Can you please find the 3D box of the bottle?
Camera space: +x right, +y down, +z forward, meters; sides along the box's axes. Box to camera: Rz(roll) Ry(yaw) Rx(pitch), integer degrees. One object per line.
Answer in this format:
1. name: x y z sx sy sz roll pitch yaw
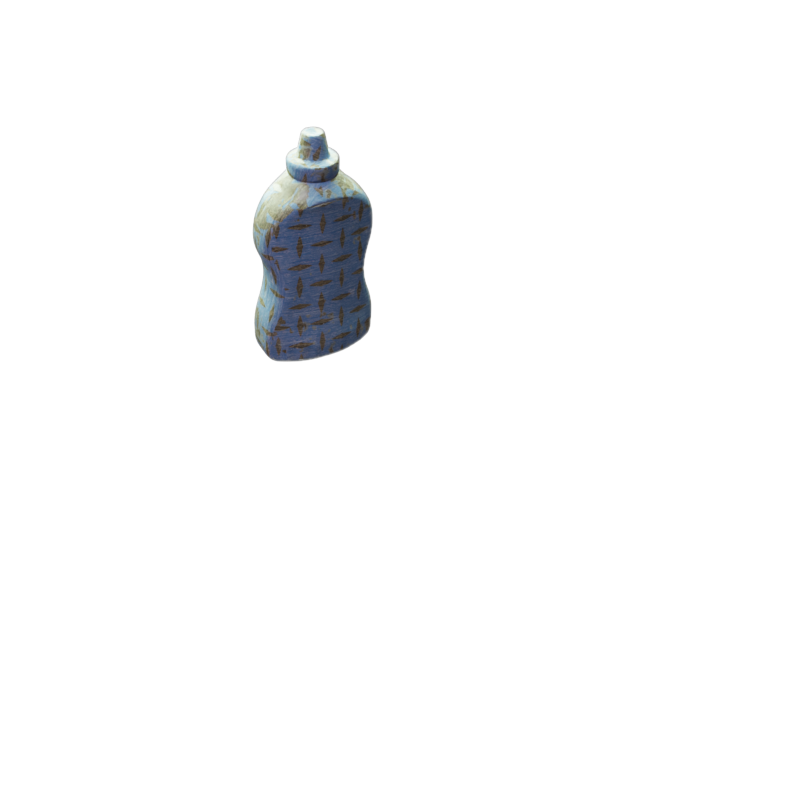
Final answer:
1. bottle: -0.069 -0.125 0.874 0.095 0.180 0.063 -14 38 -23
